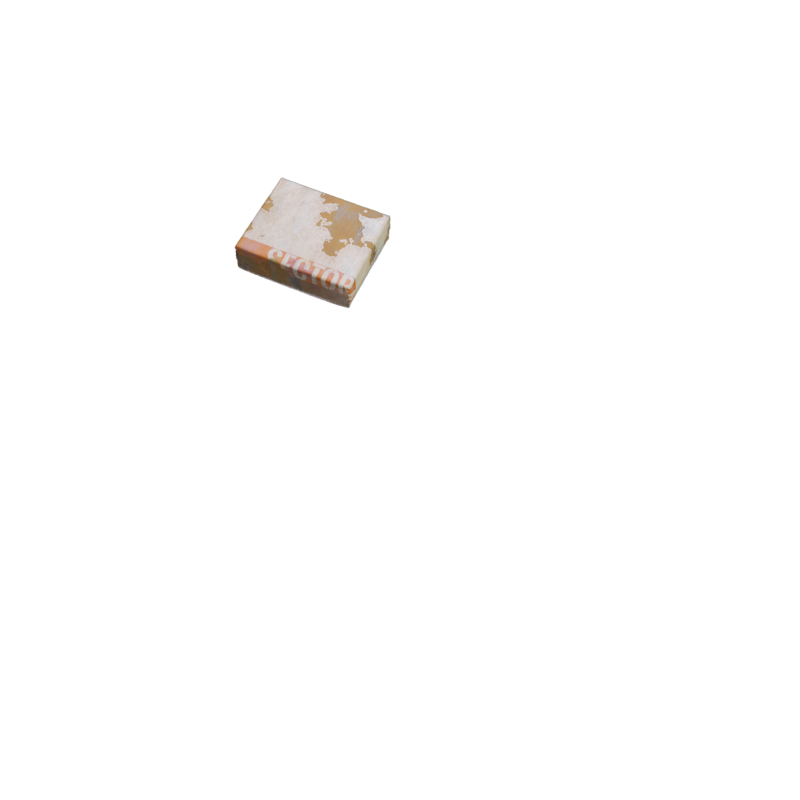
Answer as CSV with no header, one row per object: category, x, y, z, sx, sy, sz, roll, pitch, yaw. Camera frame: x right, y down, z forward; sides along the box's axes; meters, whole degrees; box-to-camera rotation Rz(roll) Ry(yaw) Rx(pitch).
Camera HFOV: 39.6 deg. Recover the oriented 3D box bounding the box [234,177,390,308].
box,-0.077,-0.141,0.985,0.117,0.093,0.036,21,-31,13
